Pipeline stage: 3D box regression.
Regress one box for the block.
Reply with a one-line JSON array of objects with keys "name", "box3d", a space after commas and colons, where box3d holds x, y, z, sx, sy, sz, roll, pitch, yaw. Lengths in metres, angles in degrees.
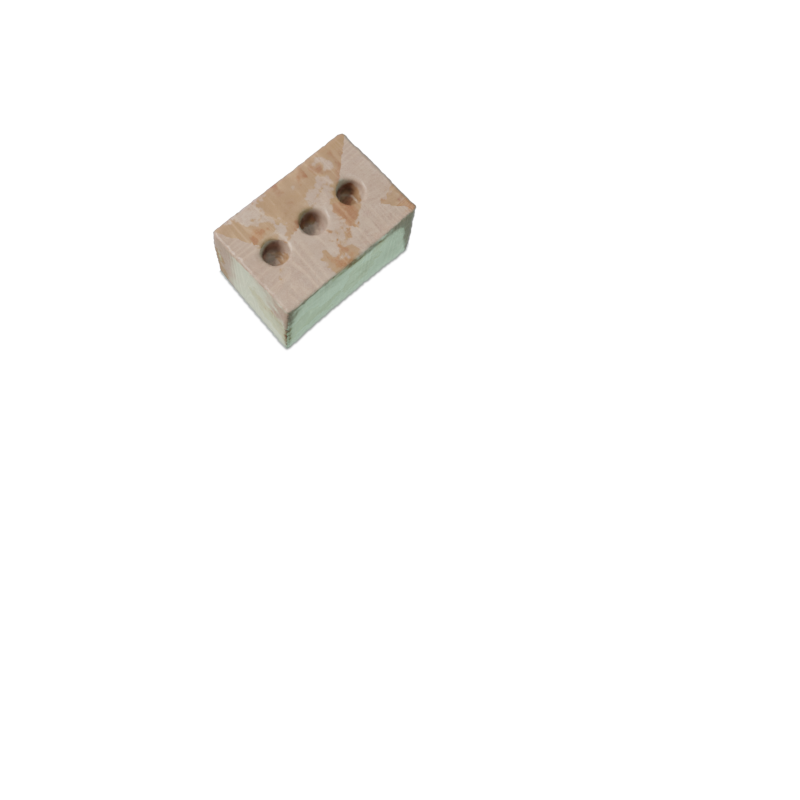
[{"name": "block", "box3d": [-0.040, -0.073, 0.510, 0.078, 0.055, 0.049, -41, -12, -14]}]
